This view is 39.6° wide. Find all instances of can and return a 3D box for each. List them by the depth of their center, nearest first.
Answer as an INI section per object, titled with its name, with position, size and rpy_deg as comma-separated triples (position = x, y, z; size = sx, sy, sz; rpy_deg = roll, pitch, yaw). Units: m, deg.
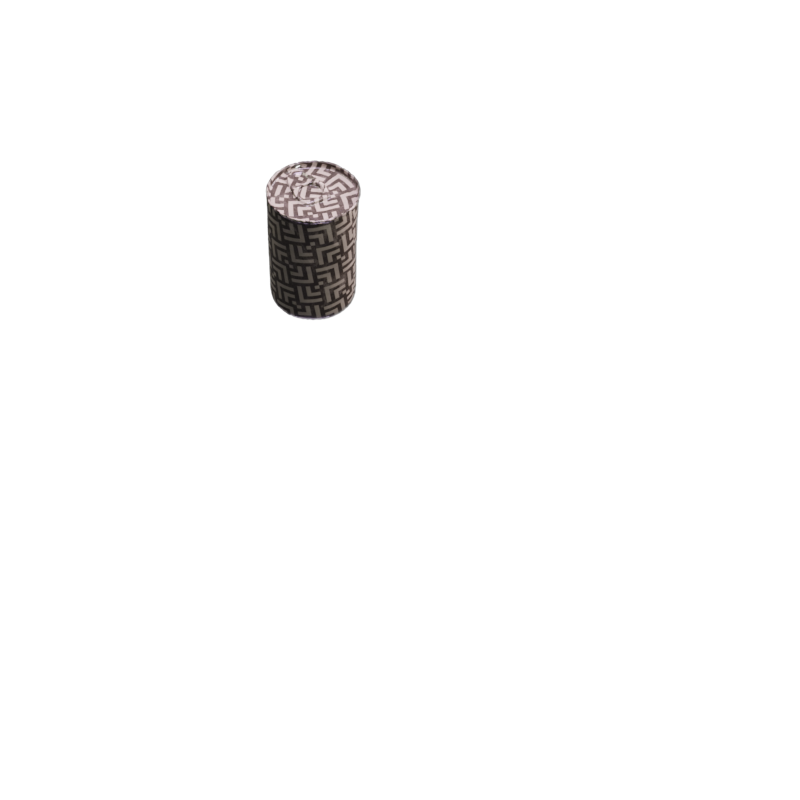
[can]
position = -0.065, -0.118, 0.824
size = 0.068, 0.074, 0.095
rpy_deg = 0, -43, -3
